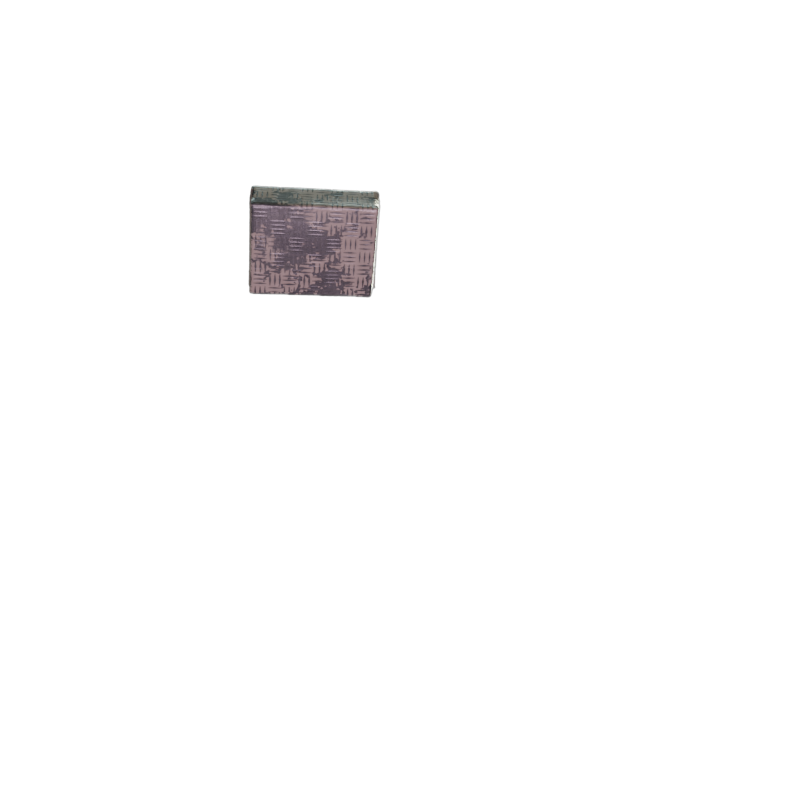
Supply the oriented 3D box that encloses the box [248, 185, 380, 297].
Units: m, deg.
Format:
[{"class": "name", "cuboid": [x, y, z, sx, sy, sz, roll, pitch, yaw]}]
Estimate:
[{"class": "box", "cuboid": [-0.060, -0.110, 0.770, 0.089, 0.069, 0.032, 2, 34, -2]}]
